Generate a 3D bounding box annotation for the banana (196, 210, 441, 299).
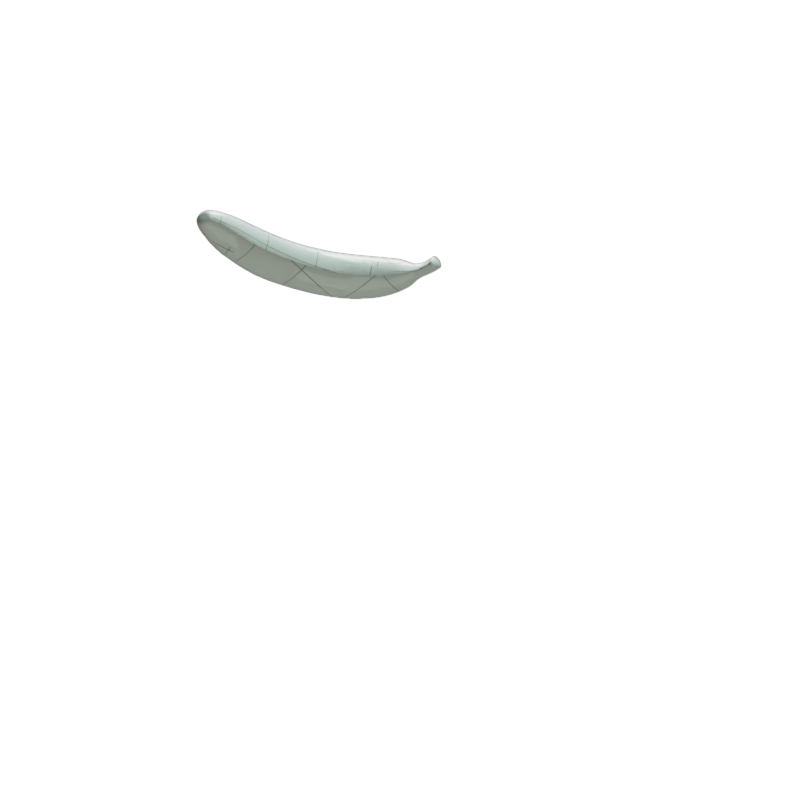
[{"bbox_3d":[-0.071,-0.115,0.900,0.194,0.039,0.066,9,-41,-10],"label":"banana"}]
